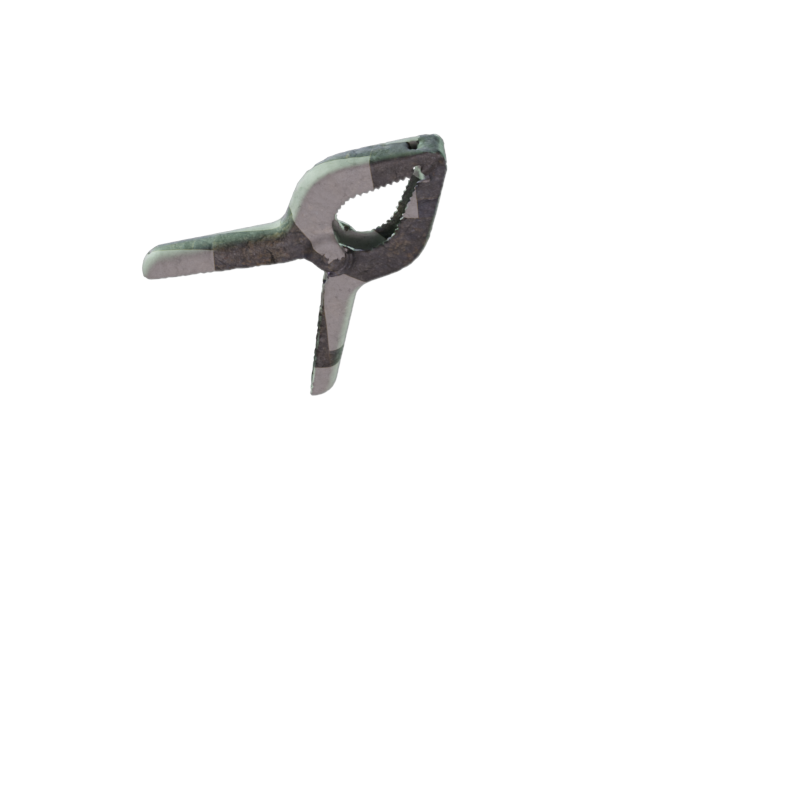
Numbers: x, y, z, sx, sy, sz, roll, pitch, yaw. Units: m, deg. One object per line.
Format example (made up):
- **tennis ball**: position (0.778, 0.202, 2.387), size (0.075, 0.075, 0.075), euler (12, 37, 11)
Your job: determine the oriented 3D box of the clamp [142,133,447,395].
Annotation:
- **clamp**: position (-0.057, -0.103, 0.725), size (0.157, 0.205, 0.039), euler (32, 31, -22)
